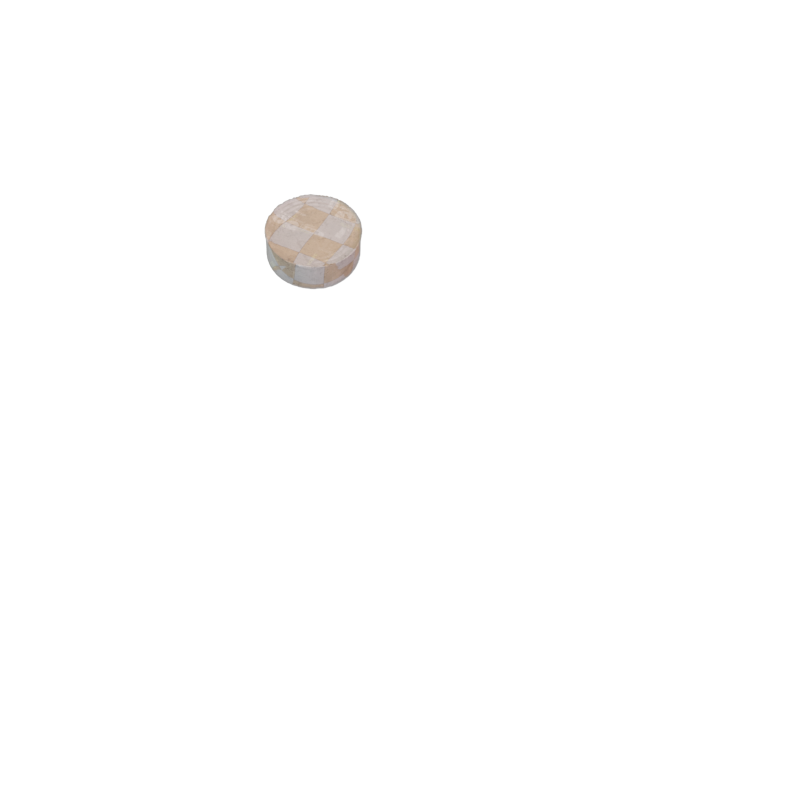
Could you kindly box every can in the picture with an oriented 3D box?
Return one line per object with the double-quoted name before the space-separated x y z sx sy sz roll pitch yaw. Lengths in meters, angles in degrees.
"can" -0.077 -0.141 0.985 0.086 0.092 0.031 -1 -38 -1
